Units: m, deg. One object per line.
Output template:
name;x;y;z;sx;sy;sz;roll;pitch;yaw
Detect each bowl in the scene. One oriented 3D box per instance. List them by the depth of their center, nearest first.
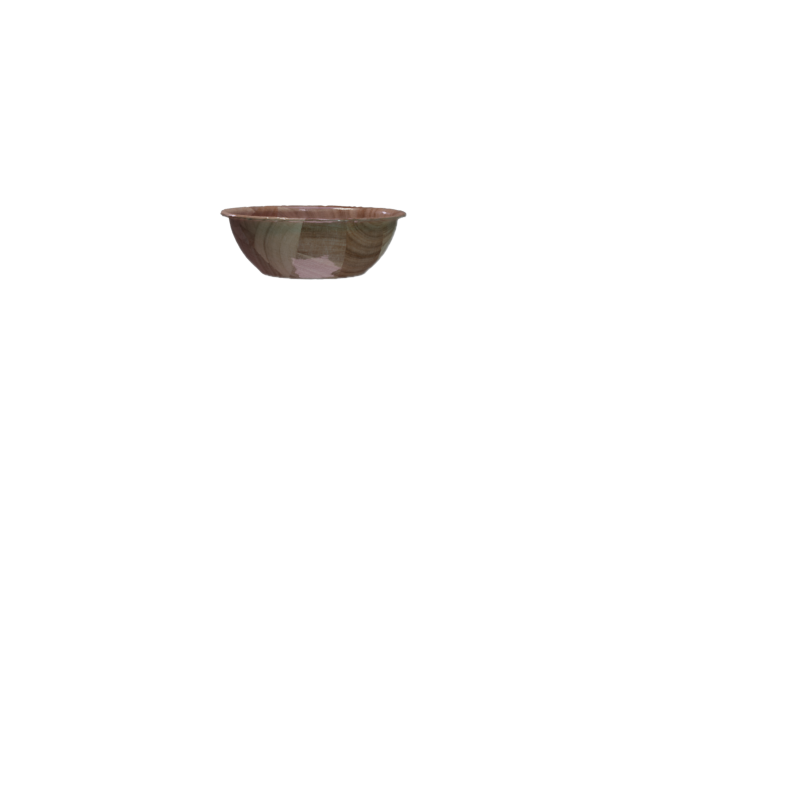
bowl;-0.075;-0.137;0.962;0.162;0.054;0.166;0;13;-2
